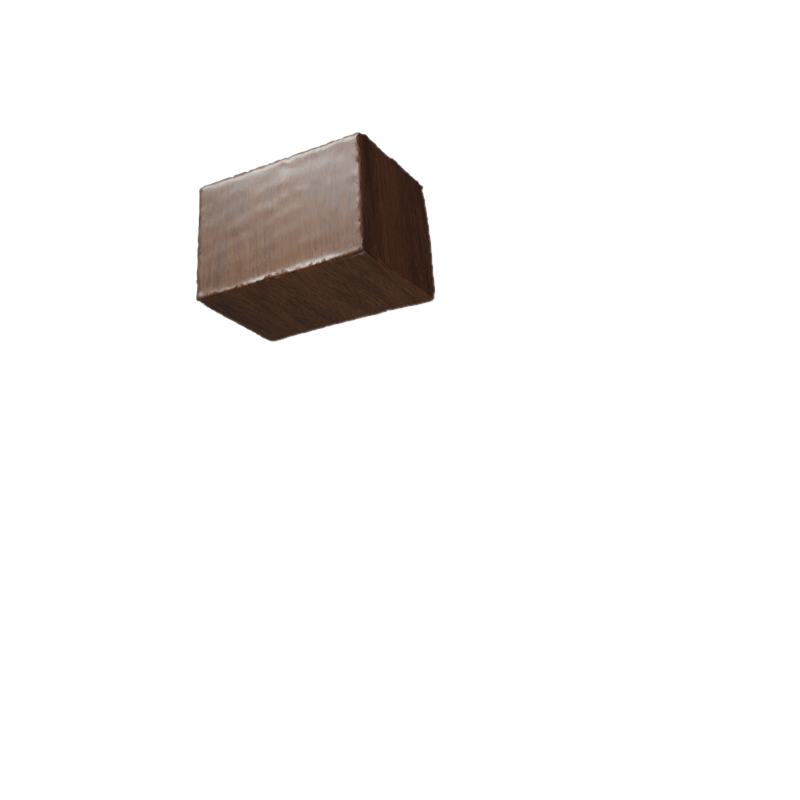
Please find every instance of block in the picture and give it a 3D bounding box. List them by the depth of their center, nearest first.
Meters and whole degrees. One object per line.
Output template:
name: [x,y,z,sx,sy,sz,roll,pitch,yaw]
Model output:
block: [-0.034,-0.061,0.430,0.079,0.054,0.049,-13,-26,28]
